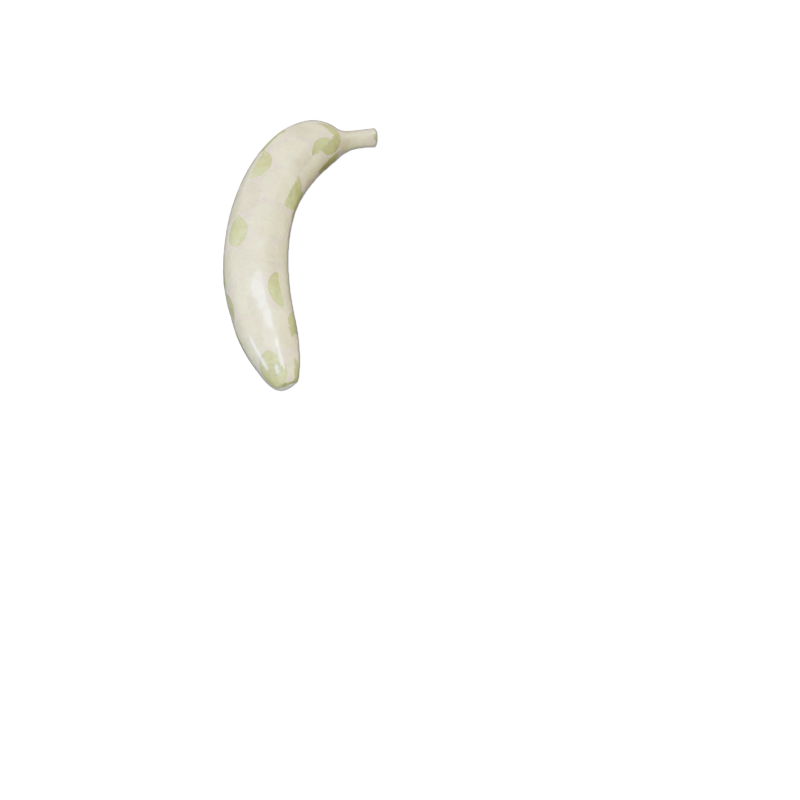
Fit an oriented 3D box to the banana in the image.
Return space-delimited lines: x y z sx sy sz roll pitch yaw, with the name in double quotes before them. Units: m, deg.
"banana" -0.067 -0.099 0.647 0.070 0.208 0.034 11 -33 6
